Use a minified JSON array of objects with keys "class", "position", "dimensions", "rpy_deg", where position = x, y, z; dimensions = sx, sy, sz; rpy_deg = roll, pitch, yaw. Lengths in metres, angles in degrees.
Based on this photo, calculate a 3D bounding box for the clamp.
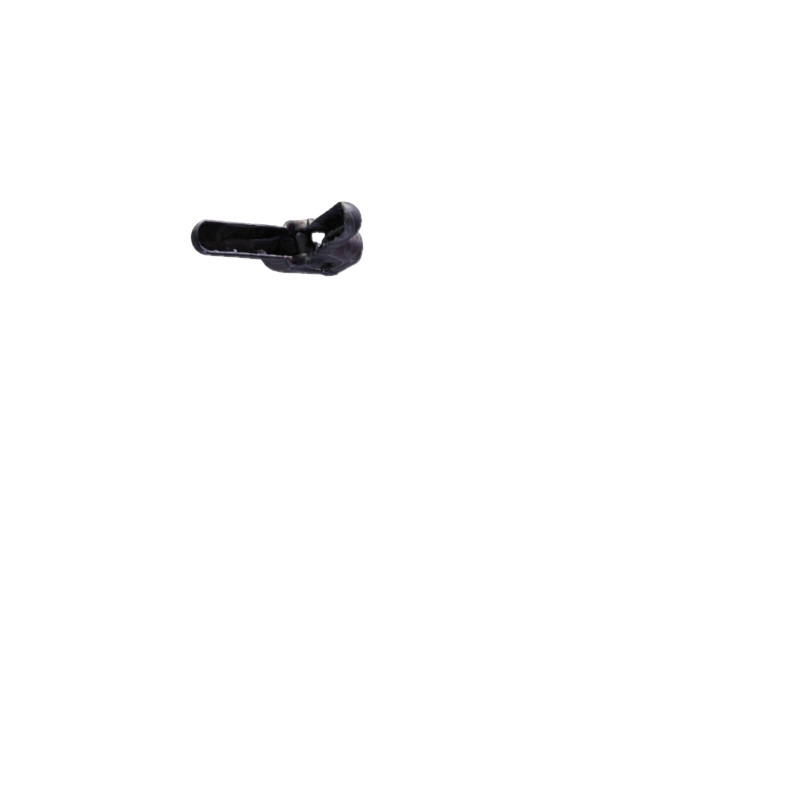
[{"class":"clamp","position":[-0.064,-0.117,0.819],"dimensions":[0.123,0.039,0.166],"rpy_deg":[1,2,21]}]
